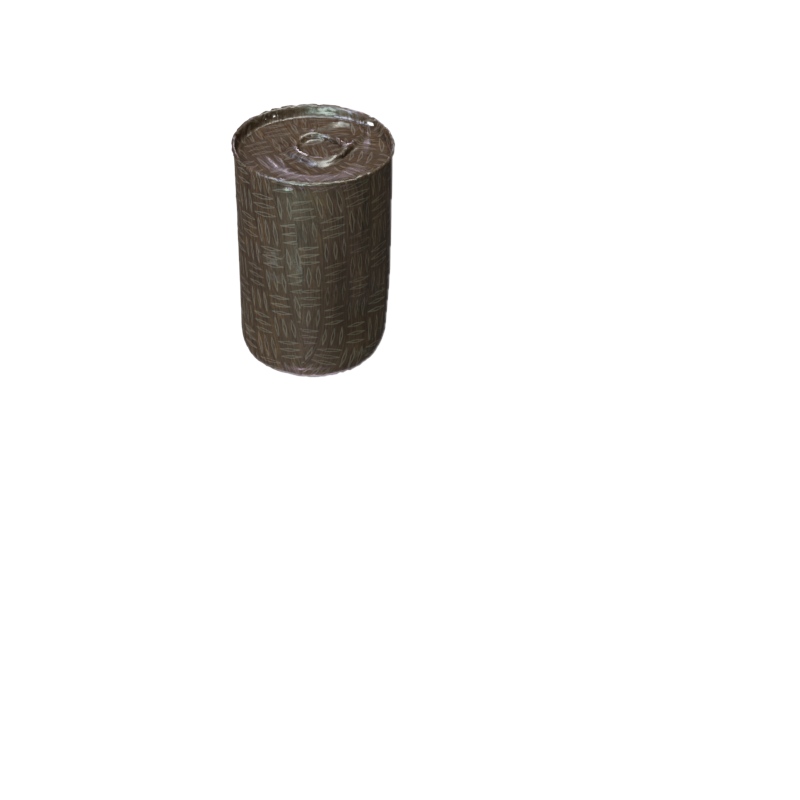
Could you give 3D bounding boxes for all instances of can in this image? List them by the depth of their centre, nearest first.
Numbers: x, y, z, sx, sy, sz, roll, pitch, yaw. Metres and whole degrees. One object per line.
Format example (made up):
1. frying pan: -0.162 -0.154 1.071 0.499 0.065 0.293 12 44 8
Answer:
1. can: -0.038 -0.070 0.488 0.068 0.095 0.073 0 38 -3
